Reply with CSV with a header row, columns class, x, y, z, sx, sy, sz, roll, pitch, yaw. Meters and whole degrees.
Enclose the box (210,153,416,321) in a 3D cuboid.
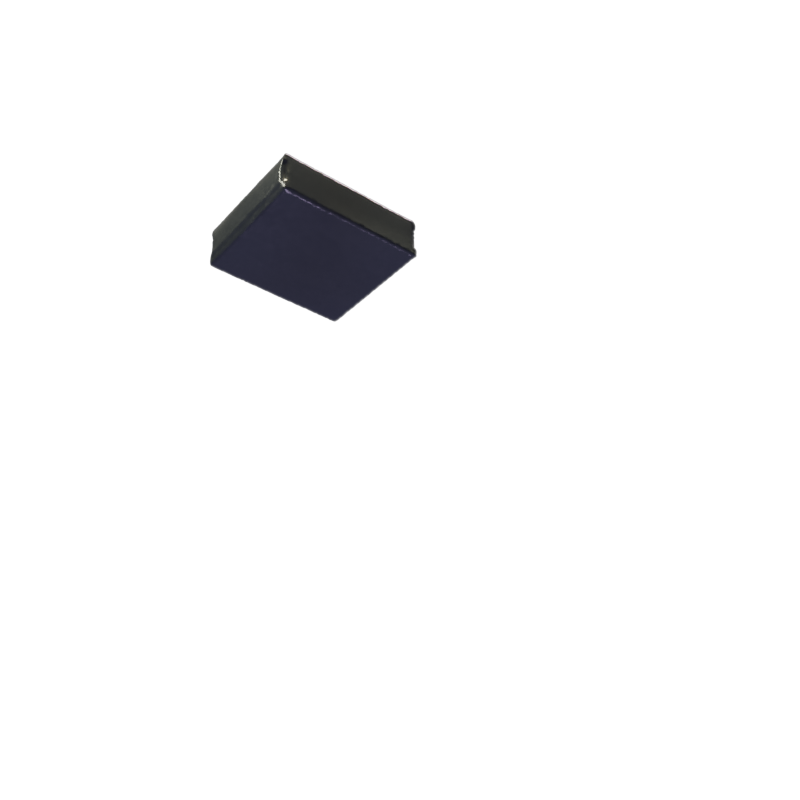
class,x,y,z,sx,sy,sz,roll,pitch,yaw
box,-0.047,-0.086,0.605,0.085,0.032,0.072,24,-45,-28
